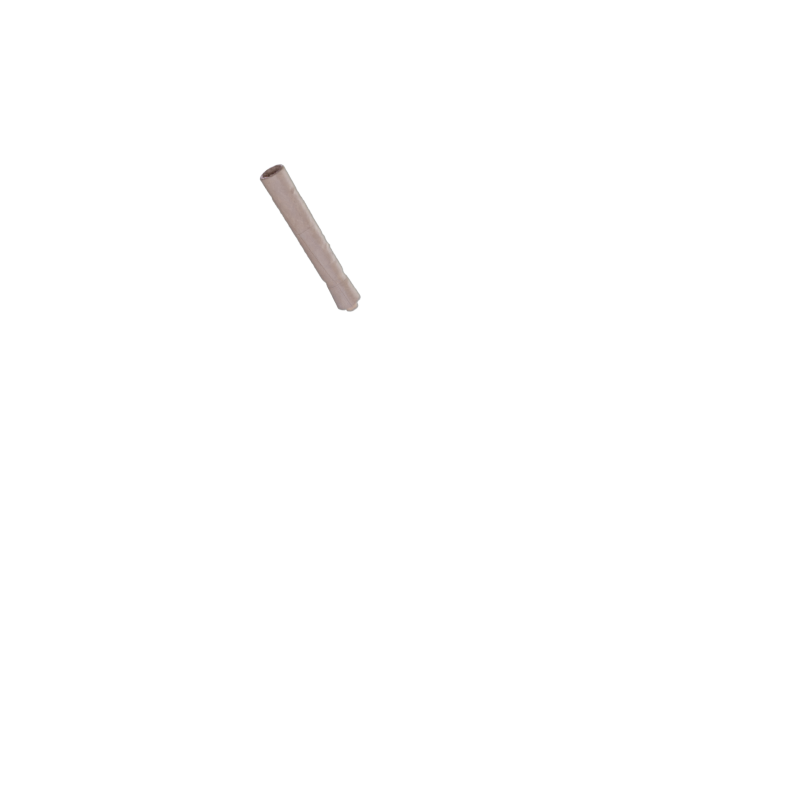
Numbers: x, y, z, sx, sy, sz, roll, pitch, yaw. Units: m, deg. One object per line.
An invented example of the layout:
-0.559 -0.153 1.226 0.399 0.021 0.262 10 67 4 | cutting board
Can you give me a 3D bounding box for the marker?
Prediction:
-0.061 -0.111 0.777 0.020 0.114 0.021 -26 25 12 | marker
